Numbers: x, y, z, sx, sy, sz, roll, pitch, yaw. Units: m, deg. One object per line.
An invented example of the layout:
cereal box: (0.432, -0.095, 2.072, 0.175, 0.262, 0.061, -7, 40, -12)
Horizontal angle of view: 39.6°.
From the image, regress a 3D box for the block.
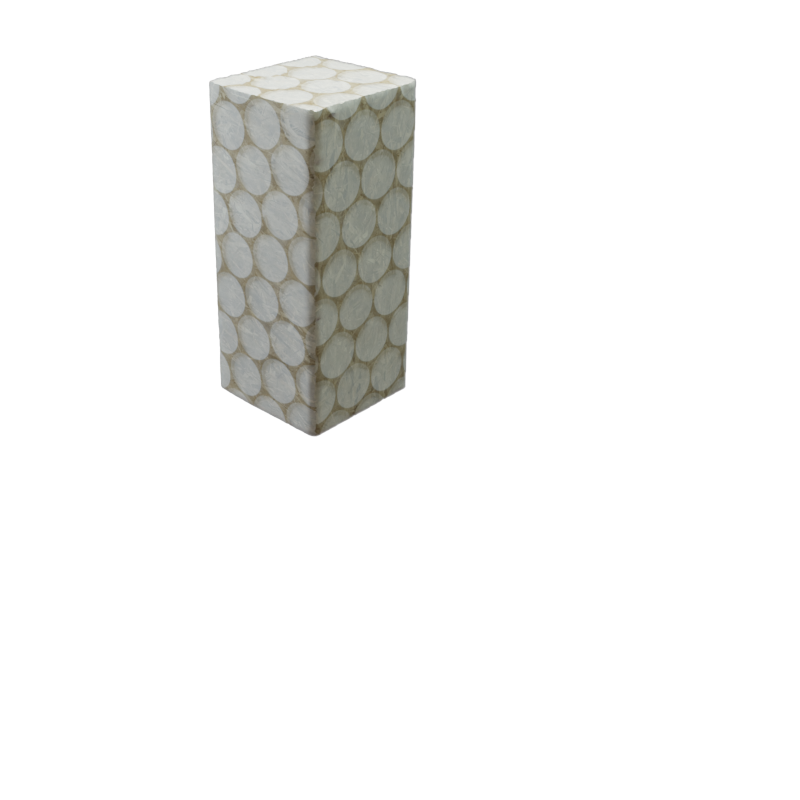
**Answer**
block: (-0.053, -0.098, 0.685, 0.096, 0.196, 0.090, 23, 33, 38)
